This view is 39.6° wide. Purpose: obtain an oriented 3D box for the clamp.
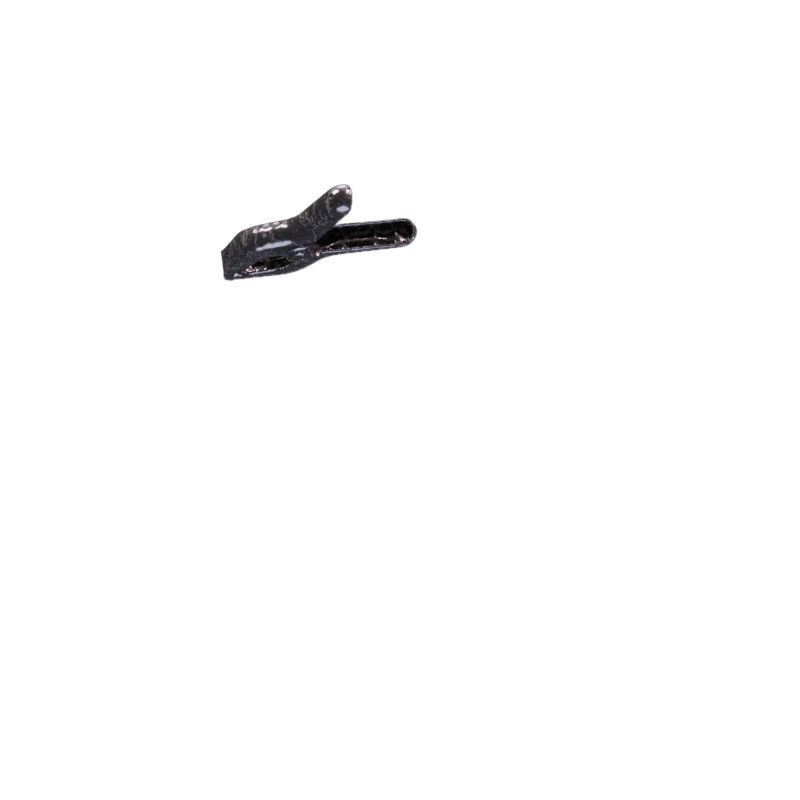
[{"bbox_3d":[-0.074,-0.135,0.947,0.174,0.041,0.113,-14,-22,37],"label":"clamp"}]
